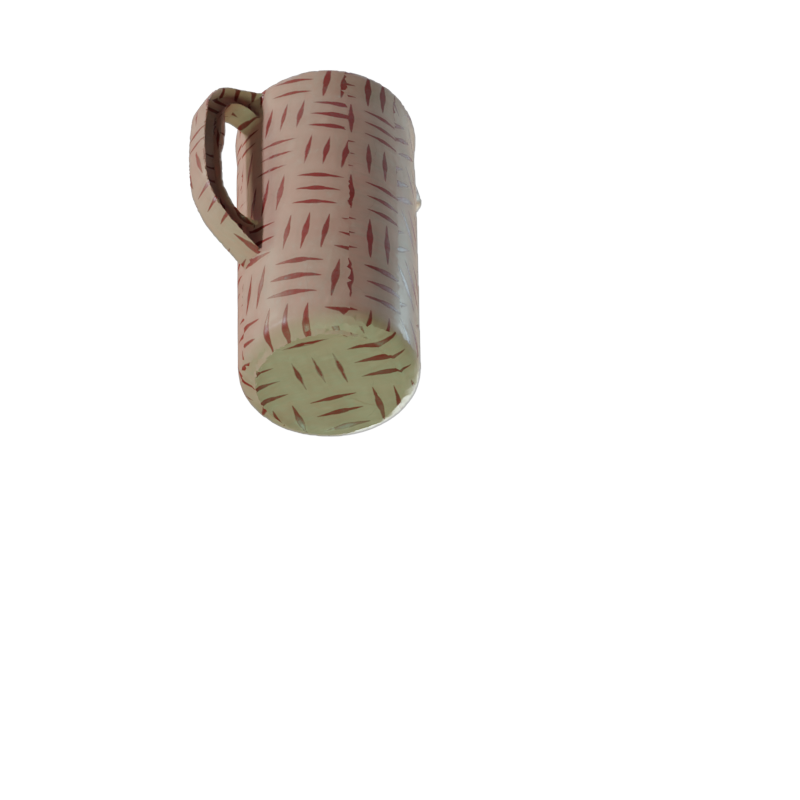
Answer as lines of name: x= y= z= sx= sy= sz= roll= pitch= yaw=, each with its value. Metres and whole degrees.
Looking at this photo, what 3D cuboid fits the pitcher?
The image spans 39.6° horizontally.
pitcher: x=-0.057 y=-0.104 z=0.731 sx=0.150 sy=0.261 sz=0.134 roll=-7 pitch=-45 yaw=4
